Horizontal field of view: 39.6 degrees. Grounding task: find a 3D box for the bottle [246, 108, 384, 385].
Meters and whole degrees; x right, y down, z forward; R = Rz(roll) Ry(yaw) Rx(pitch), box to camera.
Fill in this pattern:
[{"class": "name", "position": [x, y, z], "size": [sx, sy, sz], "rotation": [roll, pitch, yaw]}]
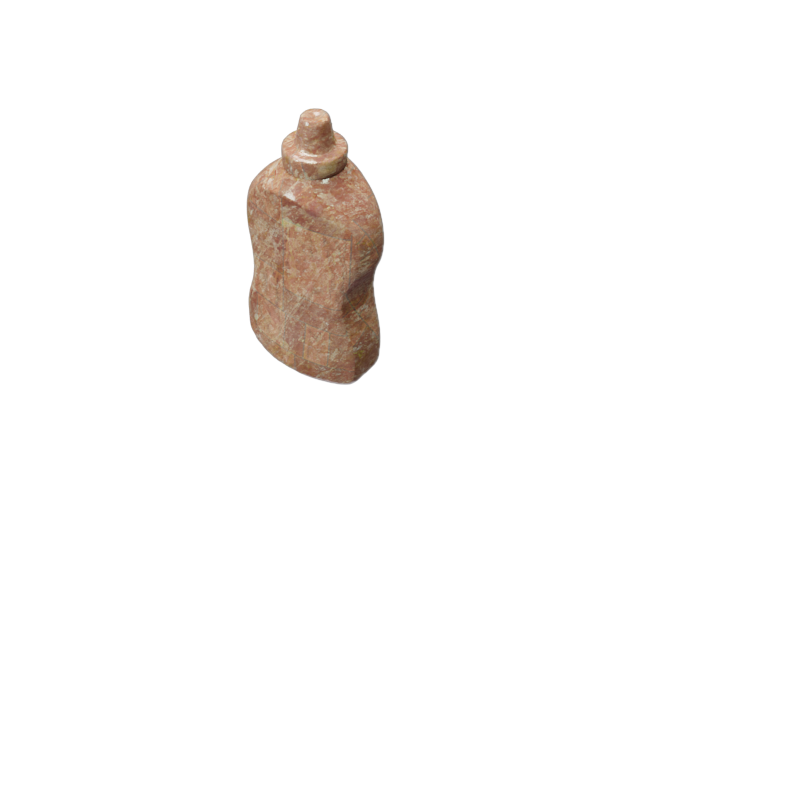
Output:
[{"class": "bottle", "position": [-0.056, -0.103, 0.718], "size": [0.102, 0.179, 0.059], "rotation": [31, 49, 27]}]
